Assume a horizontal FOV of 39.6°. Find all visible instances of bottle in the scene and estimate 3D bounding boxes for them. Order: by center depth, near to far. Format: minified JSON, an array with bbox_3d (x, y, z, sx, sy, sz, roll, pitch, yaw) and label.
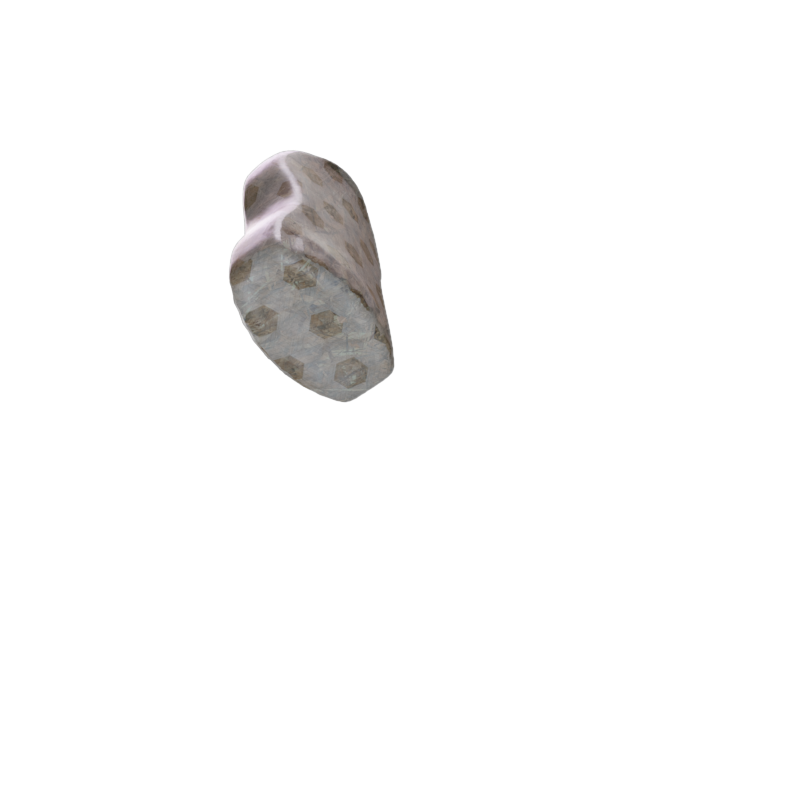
[{"bbox_3d":[-0.048,-0.087,0.614,0.058,0.091,0.204,-37,27,18],"label":"bottle"}]
